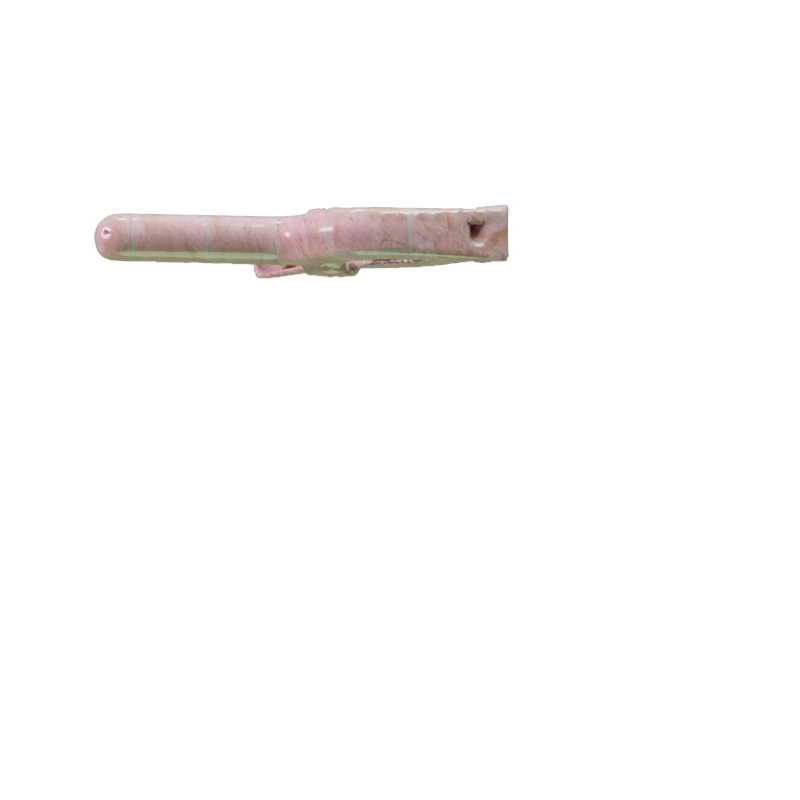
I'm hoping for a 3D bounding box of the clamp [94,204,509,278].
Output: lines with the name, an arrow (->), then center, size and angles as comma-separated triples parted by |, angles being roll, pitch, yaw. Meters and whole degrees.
clamp -> -0.047, -0.085, 0.597 | 0.218, 0.036, 0.158 | 2, 3, 35
